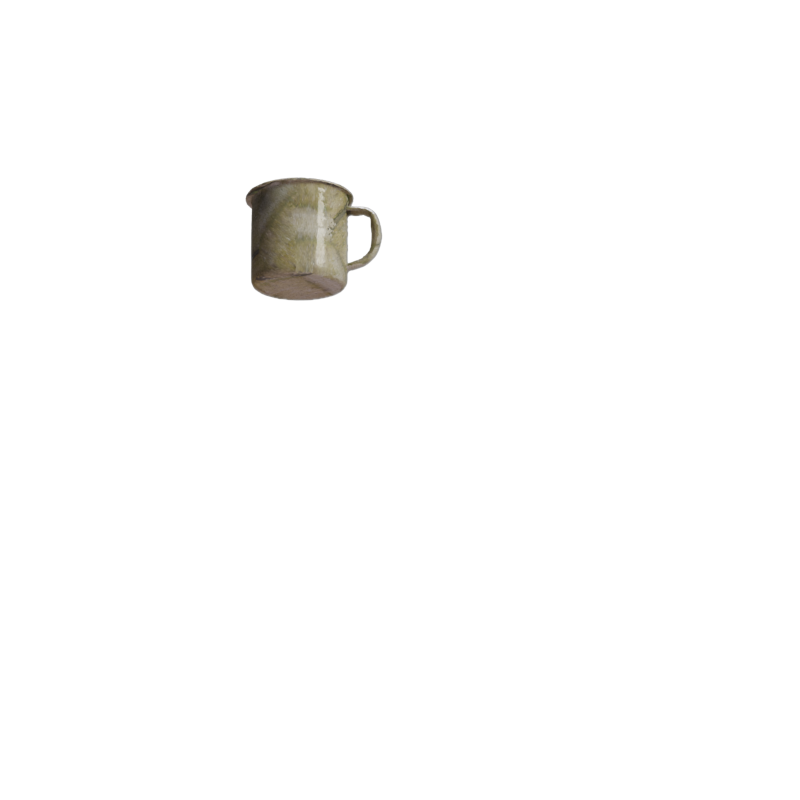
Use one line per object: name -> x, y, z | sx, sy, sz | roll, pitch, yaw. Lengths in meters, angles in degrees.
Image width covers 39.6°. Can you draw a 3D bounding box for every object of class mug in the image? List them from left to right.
mug -> -0.073, -0.134, 0.937 | 0.118, 0.085, 0.089 | -3, -16, 8
